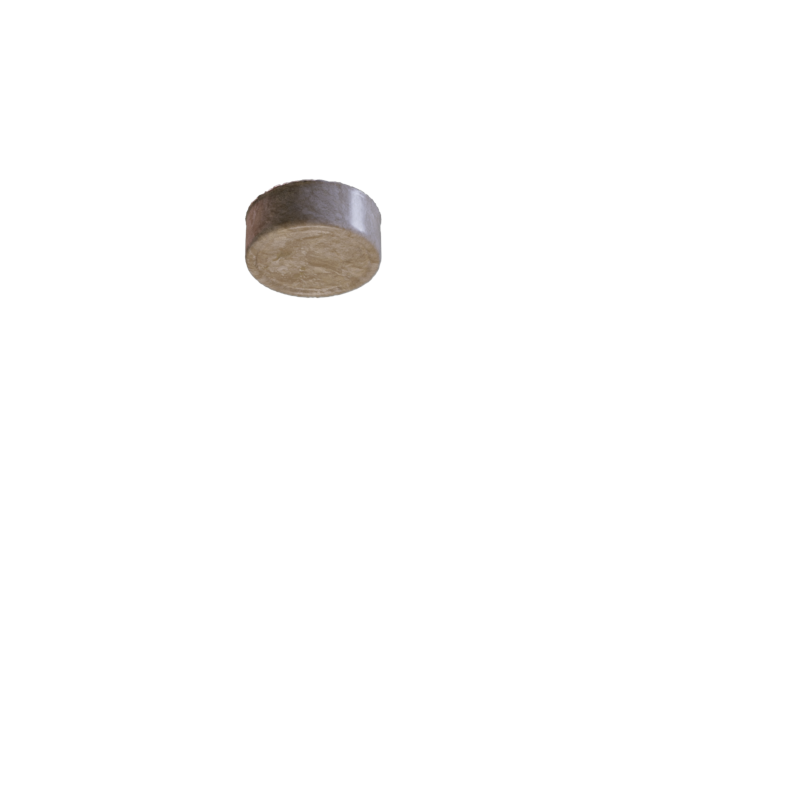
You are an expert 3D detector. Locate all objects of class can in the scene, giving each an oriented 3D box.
[{"bbox_3d":[-0.054,-0.098,0.689,0.086,0.036,0.081,1,-29,-2],"label":"can"}]
